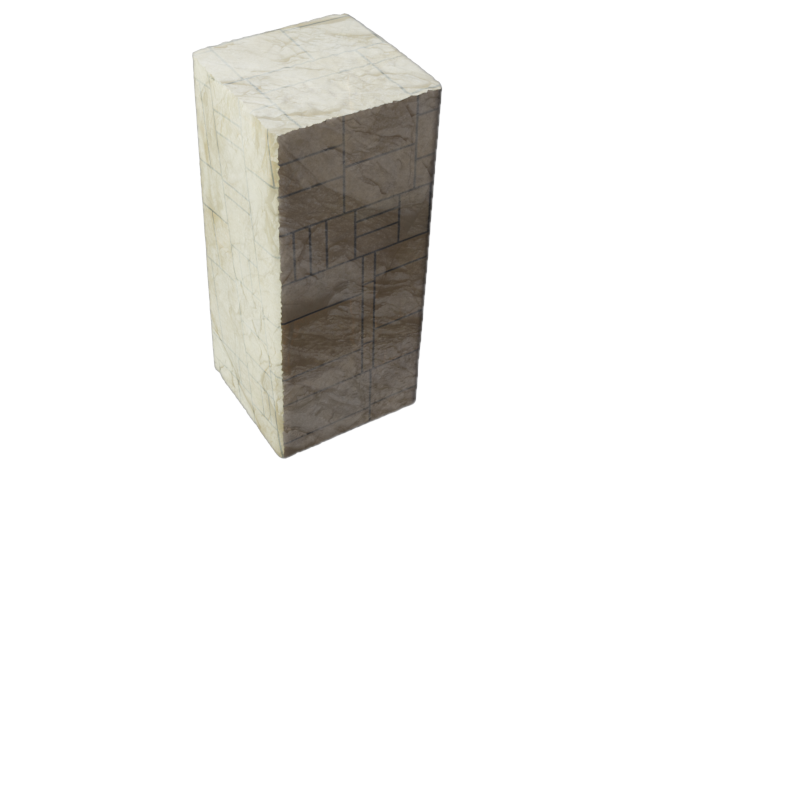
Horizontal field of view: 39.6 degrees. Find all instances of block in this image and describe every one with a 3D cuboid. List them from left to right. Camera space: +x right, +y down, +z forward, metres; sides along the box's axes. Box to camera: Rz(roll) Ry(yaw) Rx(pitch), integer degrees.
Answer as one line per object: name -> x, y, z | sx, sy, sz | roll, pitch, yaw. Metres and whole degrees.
block -> -0.046, -0.083, 0.581 | 0.090, 0.192, 0.097 | -21, 47, -25
